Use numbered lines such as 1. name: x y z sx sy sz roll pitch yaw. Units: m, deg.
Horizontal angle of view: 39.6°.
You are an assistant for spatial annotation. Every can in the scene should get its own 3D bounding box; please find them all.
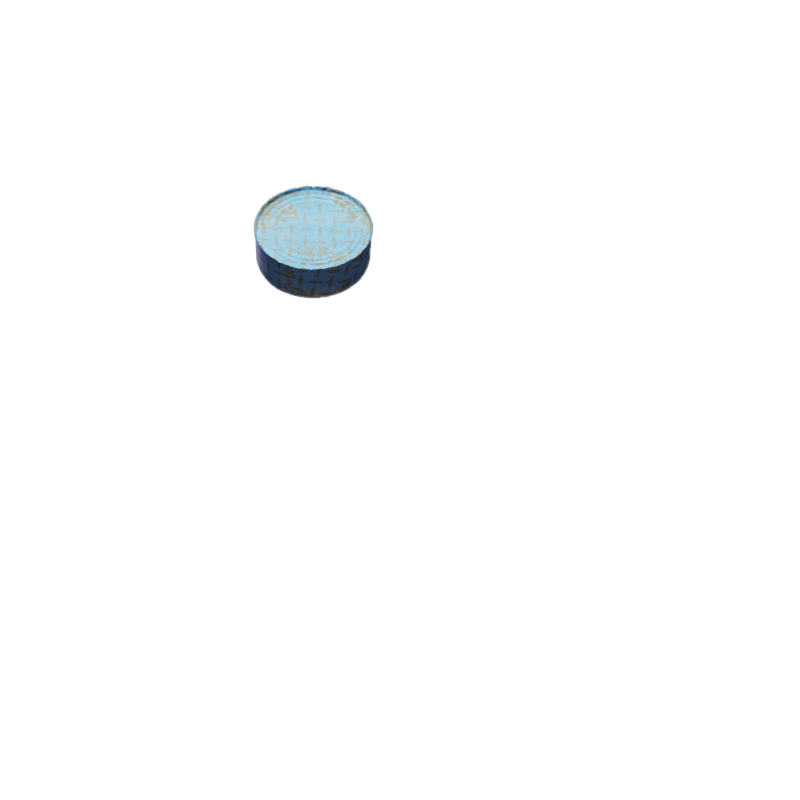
1. can: -0.063 -0.115 0.807 0.086 0.092 0.031 -1 -41 -1
